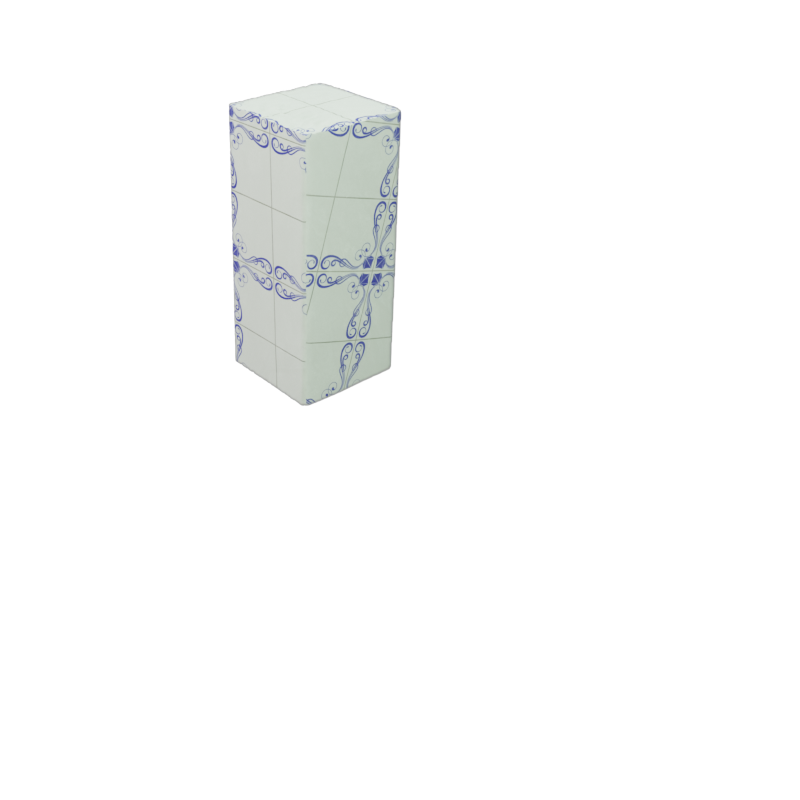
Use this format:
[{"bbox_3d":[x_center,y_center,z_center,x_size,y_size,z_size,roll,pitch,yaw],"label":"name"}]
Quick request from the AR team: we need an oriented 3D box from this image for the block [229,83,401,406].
[{"bbox_3d":[-0.063,-0.116,0.811,0.089,0.195,0.097,-20,34,-37],"label":"block"}]
